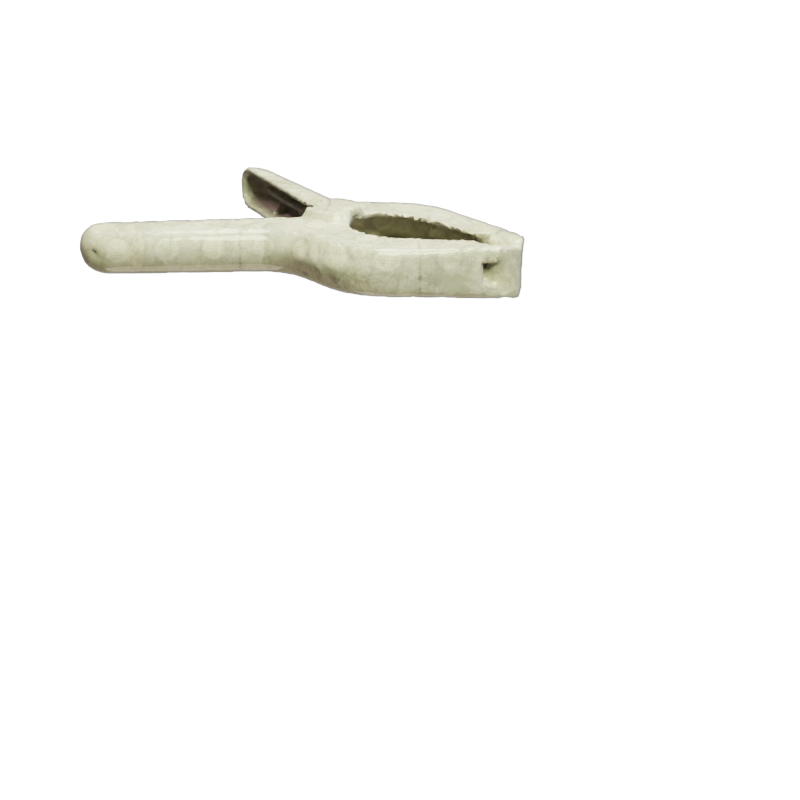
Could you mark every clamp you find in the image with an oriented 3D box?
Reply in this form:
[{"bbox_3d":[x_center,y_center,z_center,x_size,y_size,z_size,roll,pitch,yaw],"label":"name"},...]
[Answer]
[{"bbox_3d":[-0.044,-0.080,0.563,0.220,0.035,0.164,15,29,30],"label":"clamp"}]
